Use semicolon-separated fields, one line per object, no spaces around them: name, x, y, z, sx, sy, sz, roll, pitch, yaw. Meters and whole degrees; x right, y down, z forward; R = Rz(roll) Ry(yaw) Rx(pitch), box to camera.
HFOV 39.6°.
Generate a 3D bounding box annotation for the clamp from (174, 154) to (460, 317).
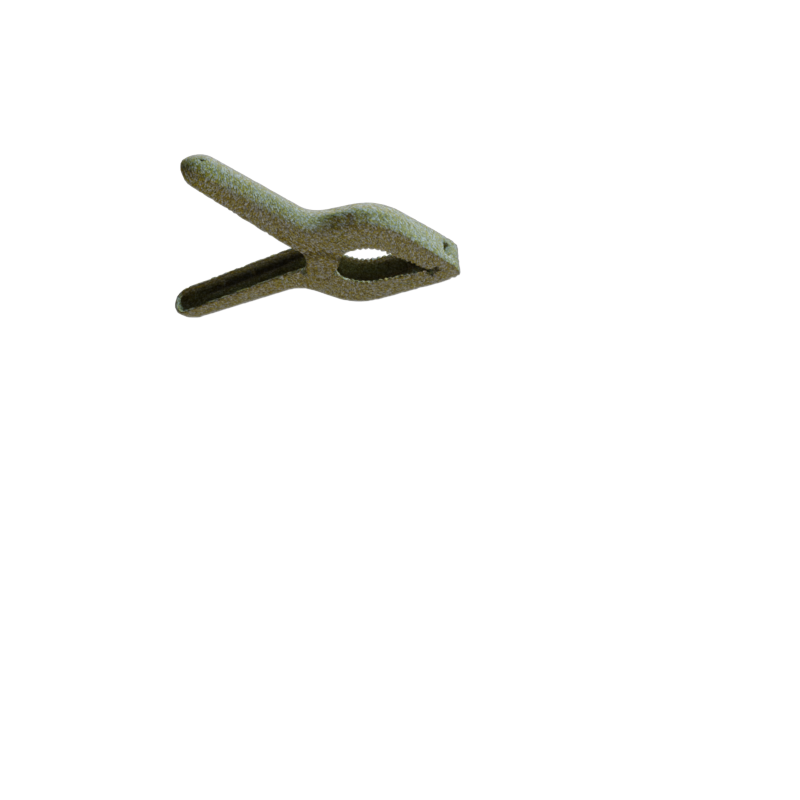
clamp;-0.061;-0.112;0.784;0.210;0.039;0.154;1;-33;-1
